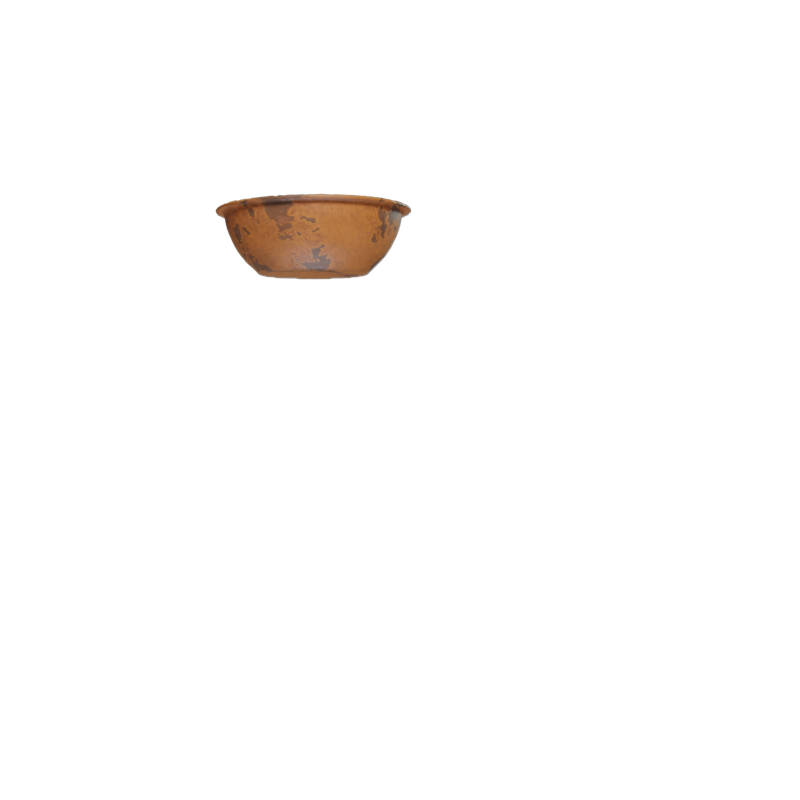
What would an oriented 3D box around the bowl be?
[{"bbox_3d":[-0.072,-0.130,0.914,0.162,0.055,0.161,0,1,-2],"label":"bowl"}]
